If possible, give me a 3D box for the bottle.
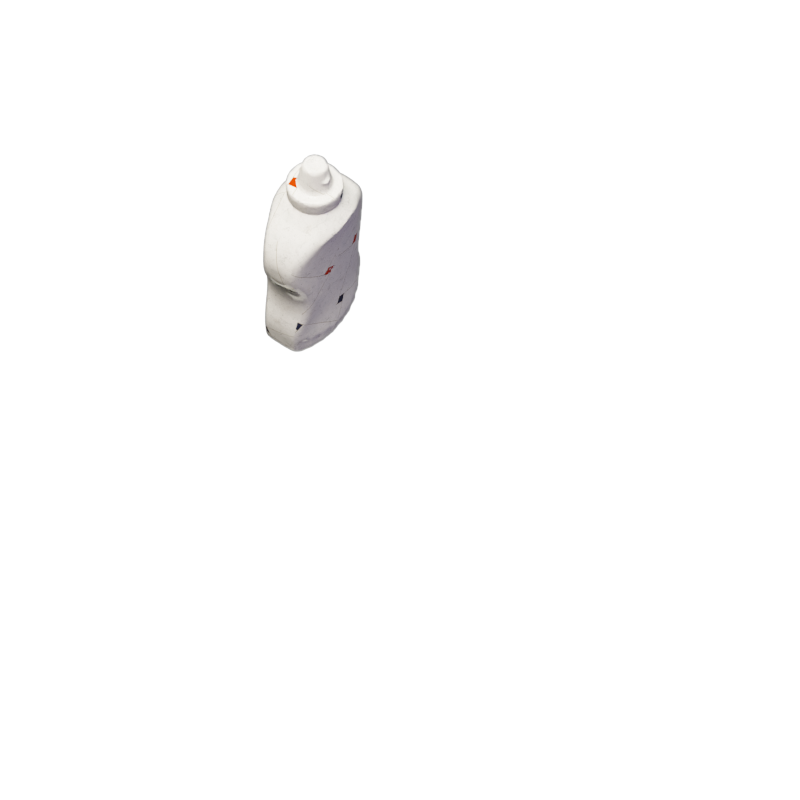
[{"bbox_3d":[-0.066,-0.120,0.843,0.061,0.098,0.180,32,-27,13],"label":"bottle"}]
